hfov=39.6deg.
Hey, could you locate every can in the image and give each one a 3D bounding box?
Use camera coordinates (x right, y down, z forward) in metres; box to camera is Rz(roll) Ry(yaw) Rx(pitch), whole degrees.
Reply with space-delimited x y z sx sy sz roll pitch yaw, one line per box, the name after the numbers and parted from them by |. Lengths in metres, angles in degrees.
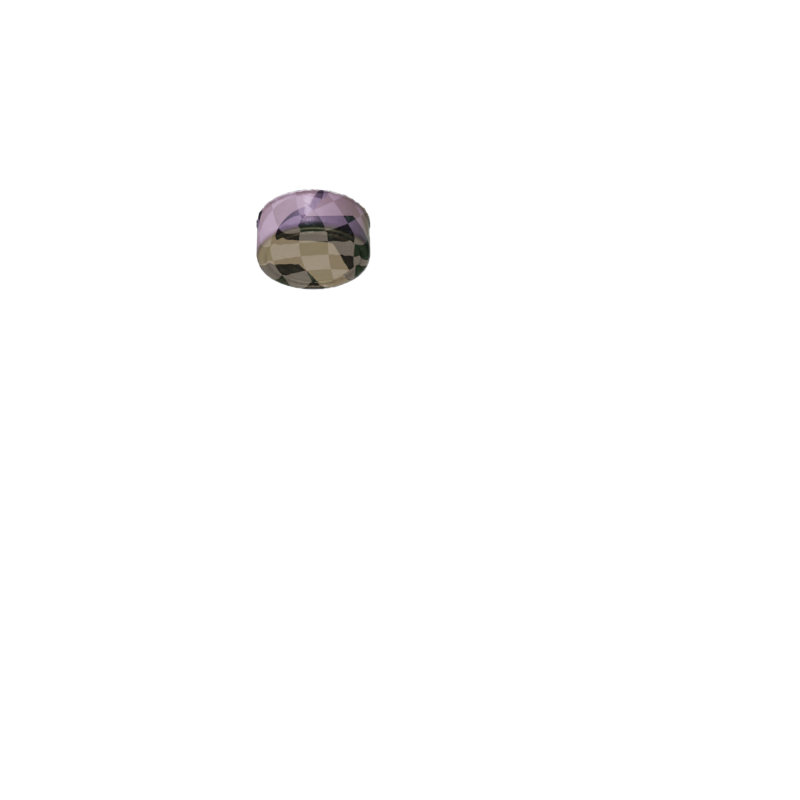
-0.065 -0.118 0.825 0.086 0.036 0.081 1 -30 -2 | can
